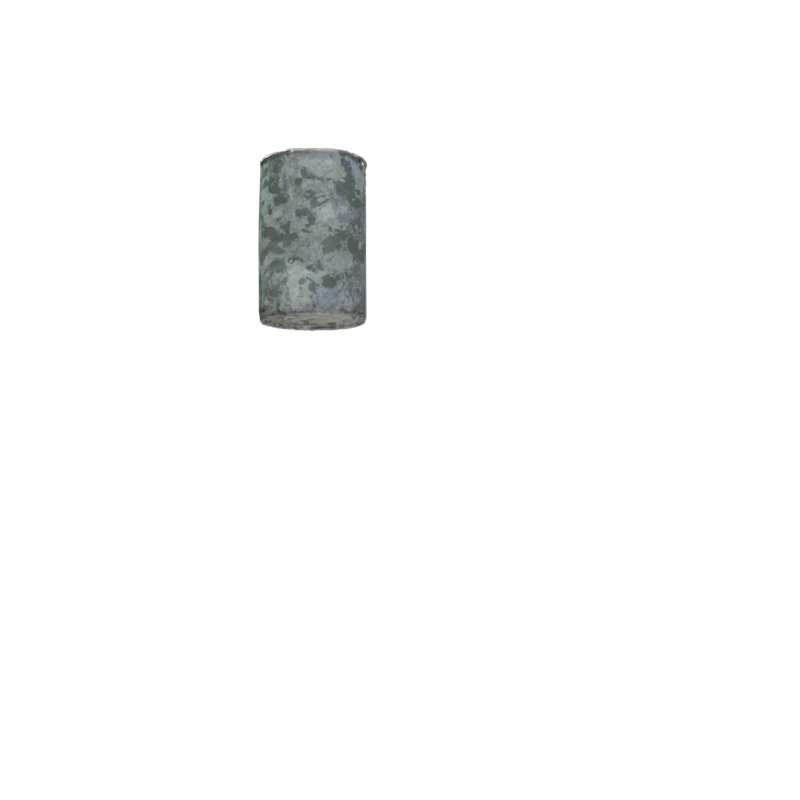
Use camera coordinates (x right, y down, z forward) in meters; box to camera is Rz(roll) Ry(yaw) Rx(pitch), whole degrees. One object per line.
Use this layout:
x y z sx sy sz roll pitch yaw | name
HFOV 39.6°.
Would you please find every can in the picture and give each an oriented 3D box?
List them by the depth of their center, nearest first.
-0.054 -0.098 0.688 0.068 0.105 0.067 0 -11 -2 | can
